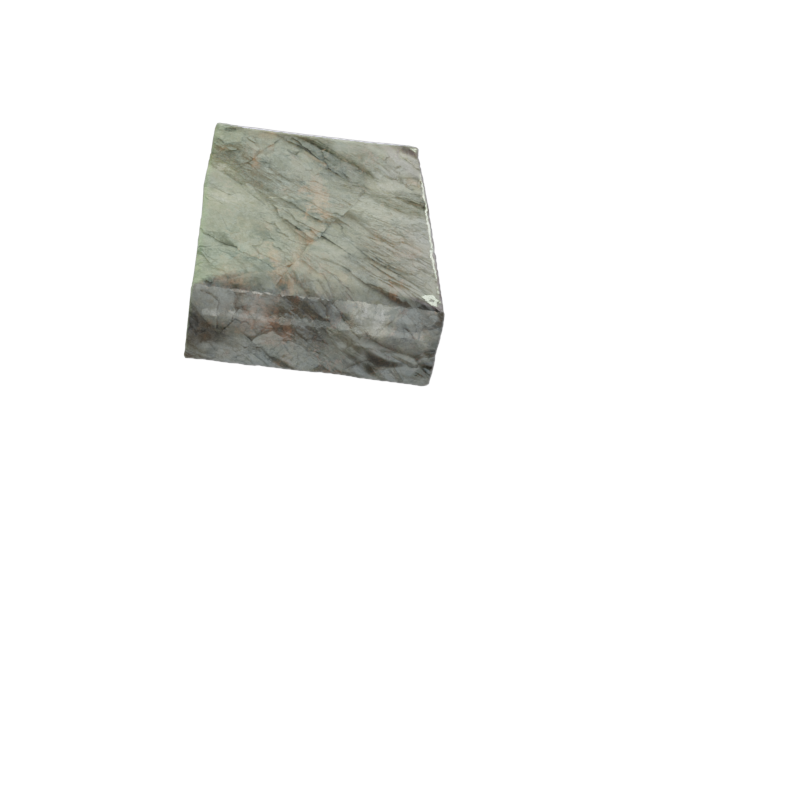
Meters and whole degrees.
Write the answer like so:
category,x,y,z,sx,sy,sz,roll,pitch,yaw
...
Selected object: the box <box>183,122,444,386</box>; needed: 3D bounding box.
category,x,y,z,sx,sy,sz,roll,pitch,yaw
box,-0.062,-0.113,0.789,0.162,0.068,0.229,5,39,-7
